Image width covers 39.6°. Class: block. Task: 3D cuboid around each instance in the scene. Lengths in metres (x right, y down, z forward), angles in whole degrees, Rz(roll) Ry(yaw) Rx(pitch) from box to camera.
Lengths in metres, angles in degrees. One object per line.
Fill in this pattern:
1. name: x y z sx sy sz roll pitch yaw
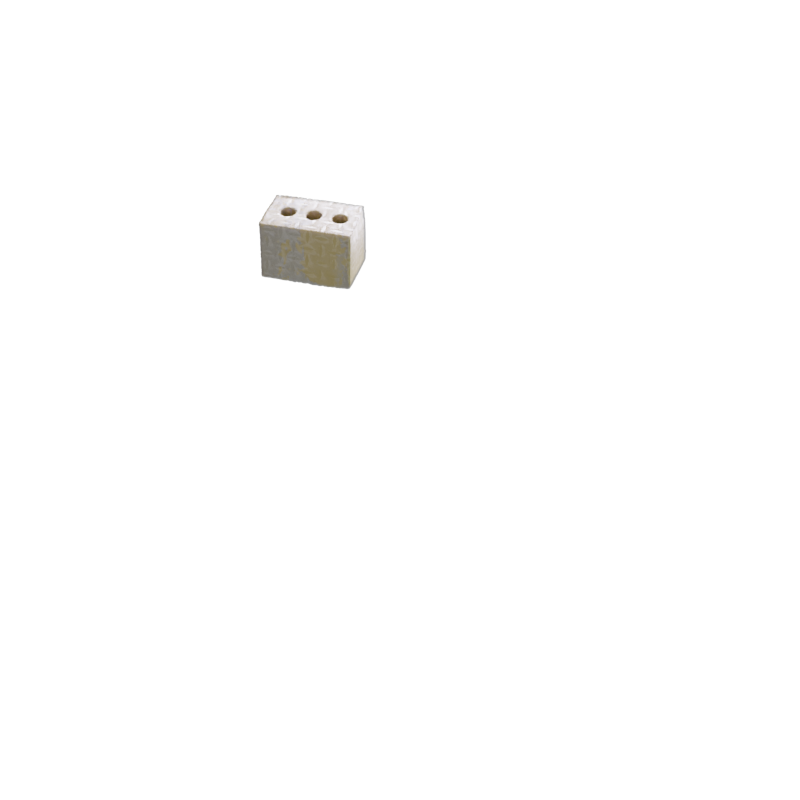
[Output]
1. block: -0.071 -0.130 0.908 0.079 0.048 0.055 9 35 11
